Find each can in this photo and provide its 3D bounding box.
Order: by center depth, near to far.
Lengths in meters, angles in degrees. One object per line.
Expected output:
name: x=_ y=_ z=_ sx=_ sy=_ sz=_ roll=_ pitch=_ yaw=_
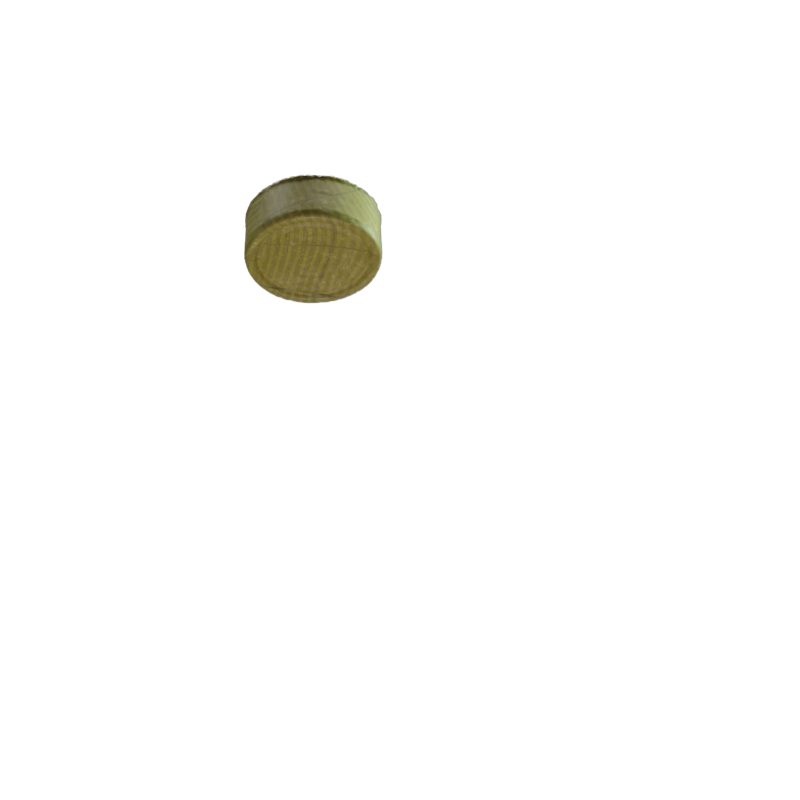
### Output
can: x=-0.054 y=-0.098 z=0.684 sx=0.086 sy=0.036 sz=0.080 roll=1 pitch=-37 yaw=-2
